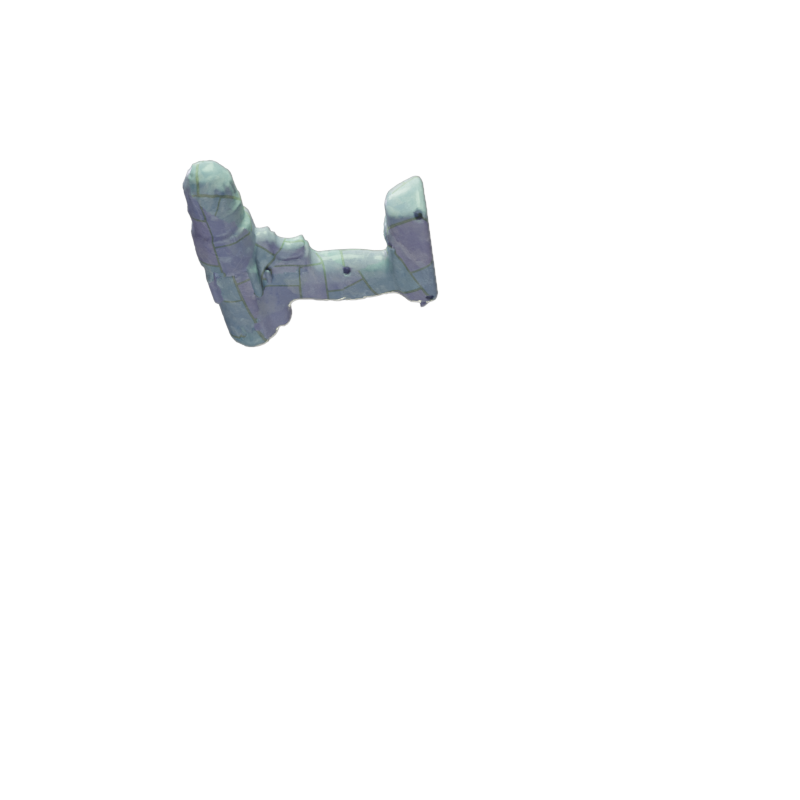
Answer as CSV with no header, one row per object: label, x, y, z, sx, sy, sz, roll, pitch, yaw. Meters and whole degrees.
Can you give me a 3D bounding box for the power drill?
power drill,-0.069,-0.127,0.887,0.189,0.062,0.170,-7,-44,7
